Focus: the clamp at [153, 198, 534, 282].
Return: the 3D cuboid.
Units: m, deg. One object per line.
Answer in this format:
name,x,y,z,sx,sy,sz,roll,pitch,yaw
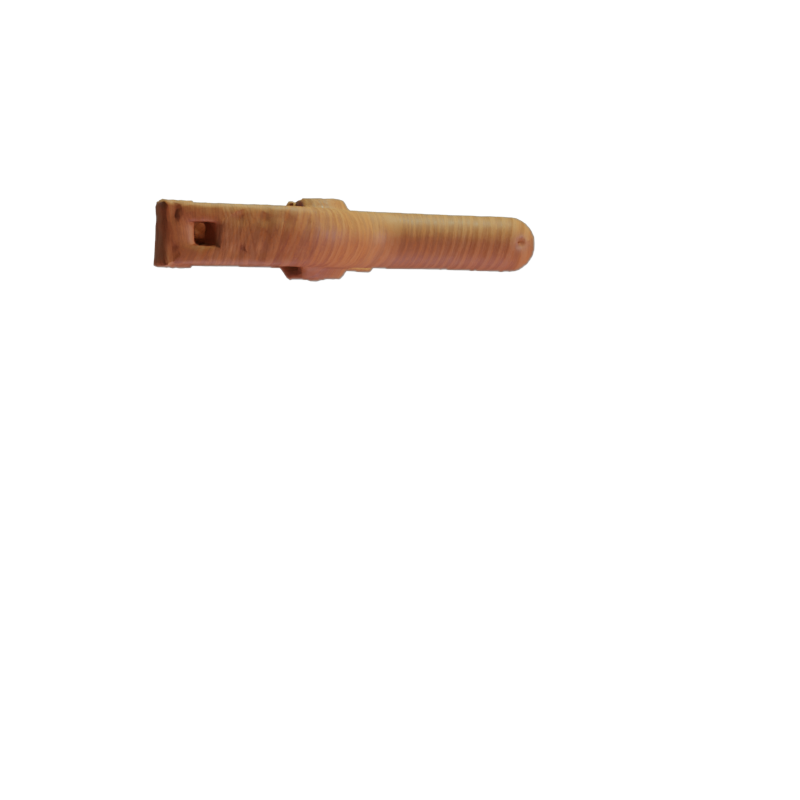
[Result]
clamp,-0.039,-0.072,0.504,0.165,0.040,0.123,1,-2,-32
